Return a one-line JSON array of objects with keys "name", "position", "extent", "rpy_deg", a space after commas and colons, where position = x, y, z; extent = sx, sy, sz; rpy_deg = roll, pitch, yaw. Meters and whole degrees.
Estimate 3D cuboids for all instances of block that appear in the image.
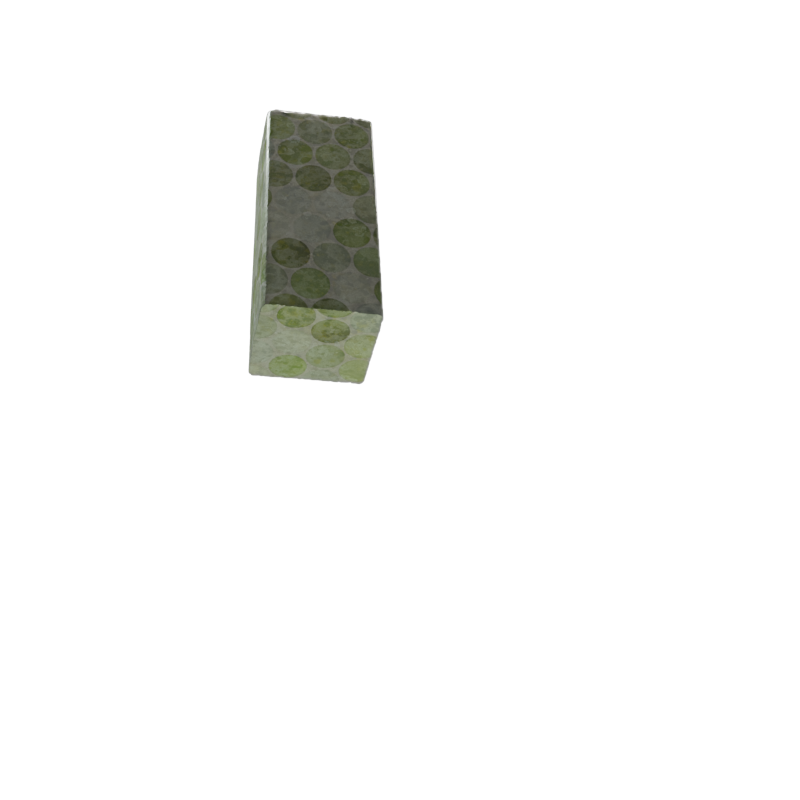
[{"name": "block", "position": [-0.069, -0.126, 0.883], "extent": [0.089, 0.221, 0.085], "rpy_deg": [5, -39, -10]}]
